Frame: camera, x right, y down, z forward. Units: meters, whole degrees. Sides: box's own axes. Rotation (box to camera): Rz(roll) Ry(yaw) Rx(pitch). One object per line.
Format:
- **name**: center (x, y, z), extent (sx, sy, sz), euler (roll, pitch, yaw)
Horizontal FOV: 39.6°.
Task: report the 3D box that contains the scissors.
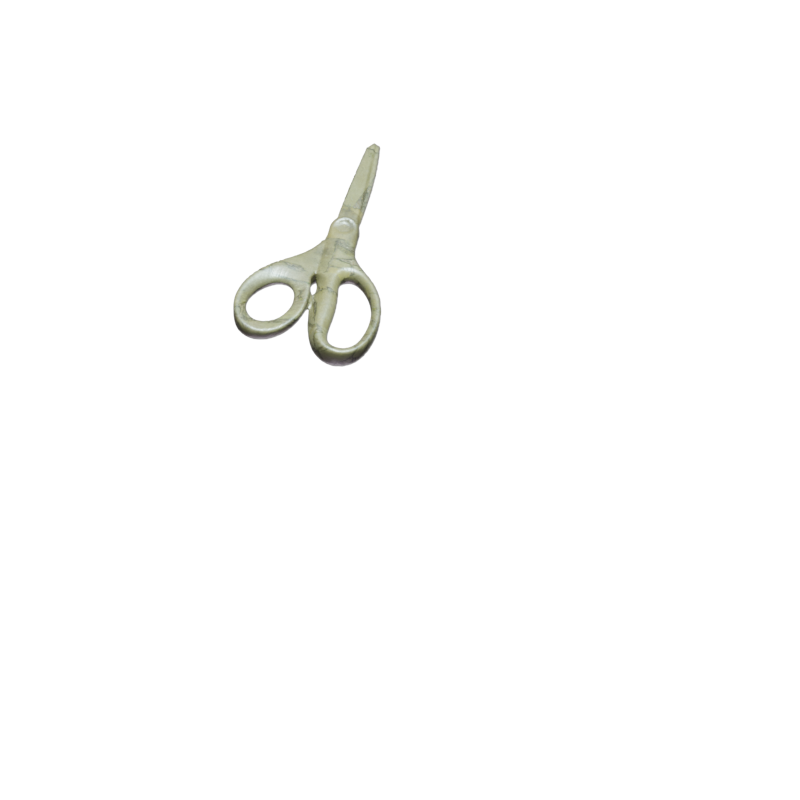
- **scissors**: center (-0.055, -0.100, 0.699), extent (0.096, 0.217, 0.015), euler (-2, -44, -2)
